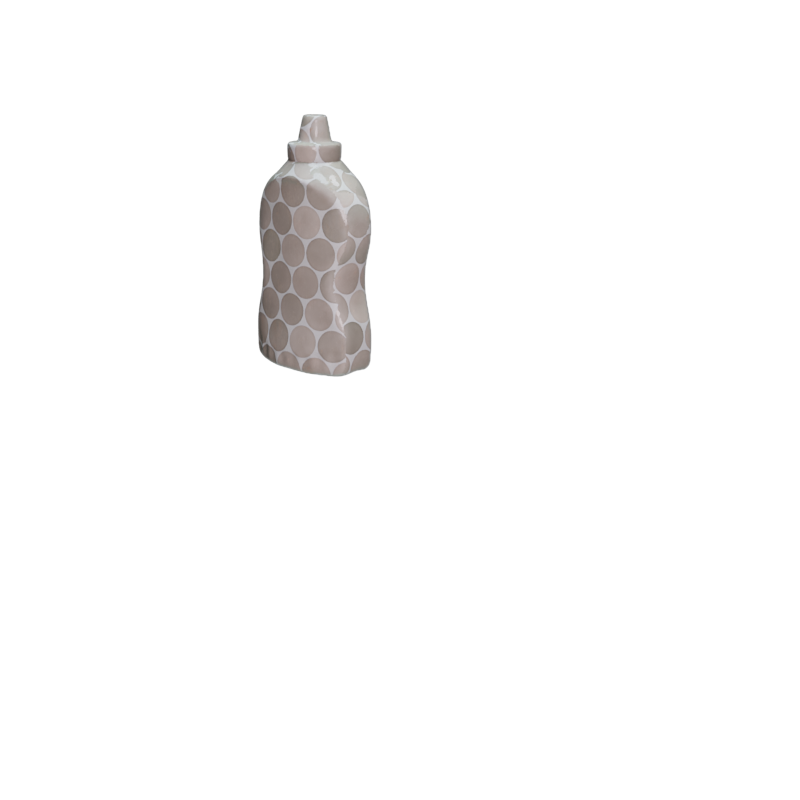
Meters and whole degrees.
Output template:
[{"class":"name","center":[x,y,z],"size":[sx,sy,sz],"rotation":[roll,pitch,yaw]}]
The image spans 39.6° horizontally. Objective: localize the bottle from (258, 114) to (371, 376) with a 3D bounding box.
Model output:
[{"class":"bottle","center":[-0.066,-0.120,0.842],"size":[0.101,0.187,0.057],"rotation":[12,16,43]}]
